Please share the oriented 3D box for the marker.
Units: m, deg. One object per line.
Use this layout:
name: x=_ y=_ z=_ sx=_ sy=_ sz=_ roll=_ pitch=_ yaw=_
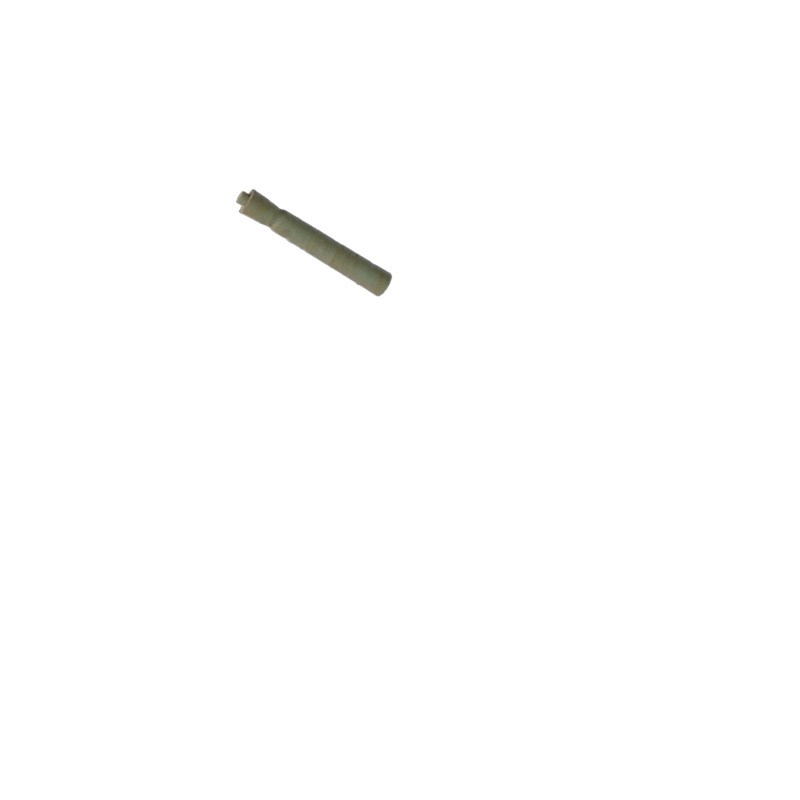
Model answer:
marker: x=-0.060 y=-0.109 z=0.761 sx=0.117 sy=0.020 sz=0.020 roll=30 pitch=-6 yaw=-14
